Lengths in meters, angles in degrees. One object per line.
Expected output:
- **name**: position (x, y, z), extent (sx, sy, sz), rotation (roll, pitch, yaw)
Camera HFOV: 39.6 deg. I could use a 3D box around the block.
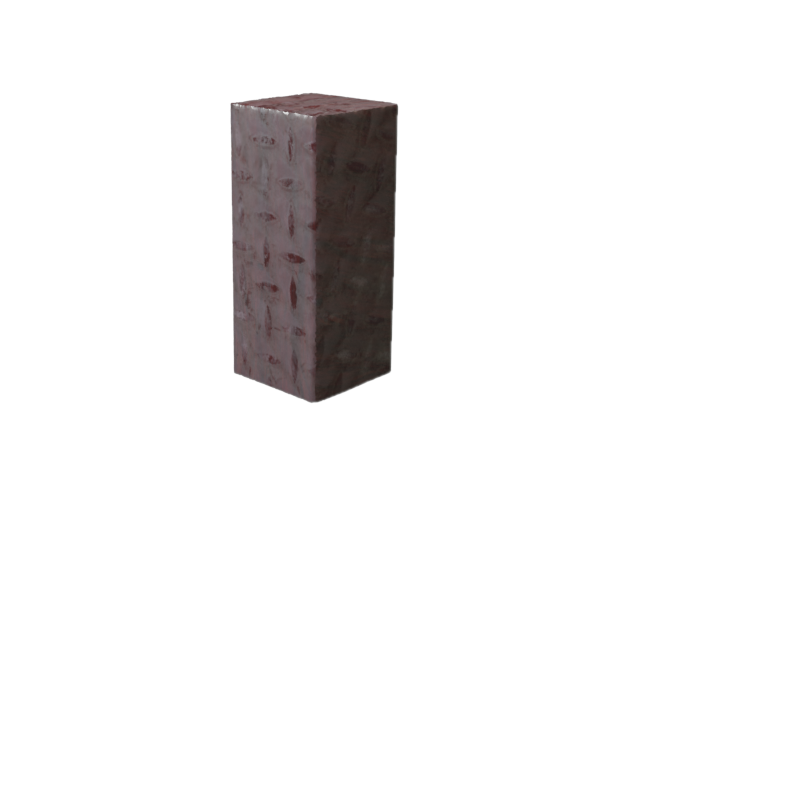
- **block**: position (-0.064, -0.117, 0.820), extent (0.096, 0.199, 0.088), rotation (15, 21, 40)
